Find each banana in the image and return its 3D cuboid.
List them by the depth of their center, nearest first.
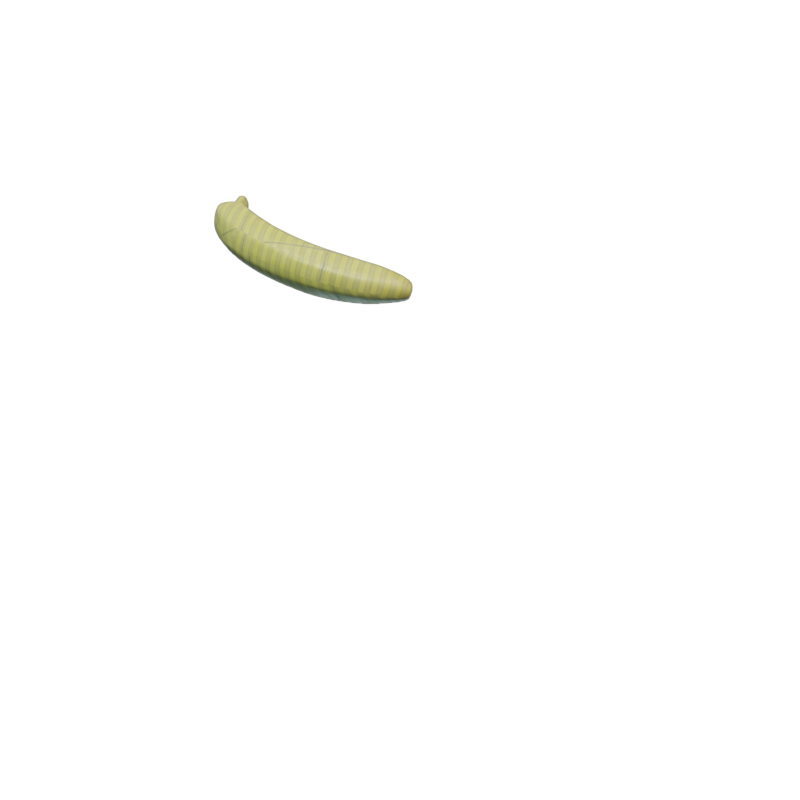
[{"bbox_3d":[-0.083,-0.117,0.857,0.070,0.034,0.211,-31,48,-34],"label":"banana"}]
